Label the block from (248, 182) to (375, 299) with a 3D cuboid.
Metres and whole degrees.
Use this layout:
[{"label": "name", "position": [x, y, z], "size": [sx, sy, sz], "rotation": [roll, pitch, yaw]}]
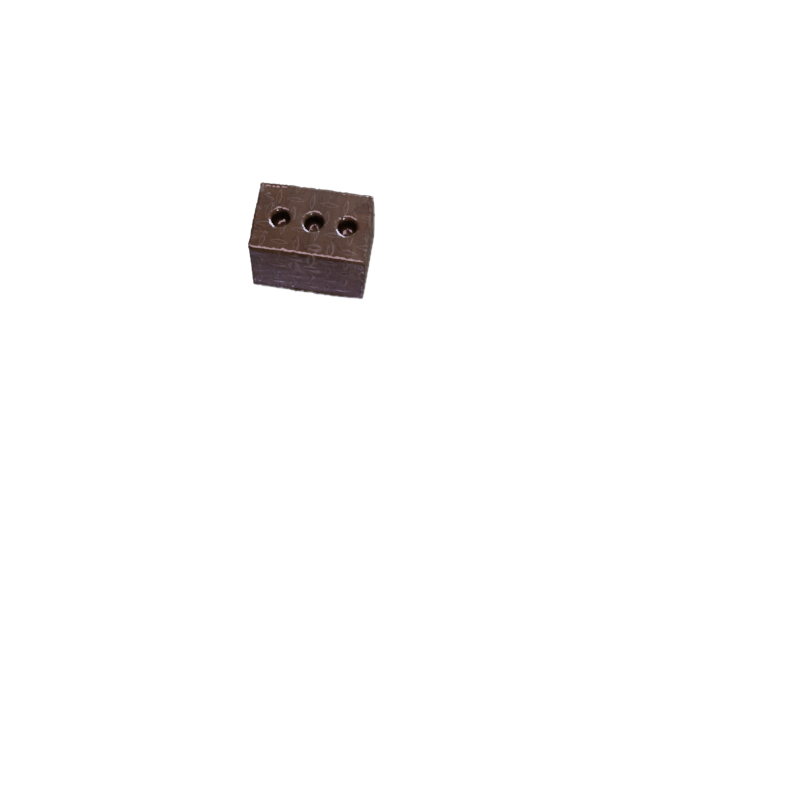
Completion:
[{"label": "block", "position": [-0.058, -0.105, 0.736], "size": [0.078, 0.056, 0.048], "rotation": [7, -27, 3]}]
